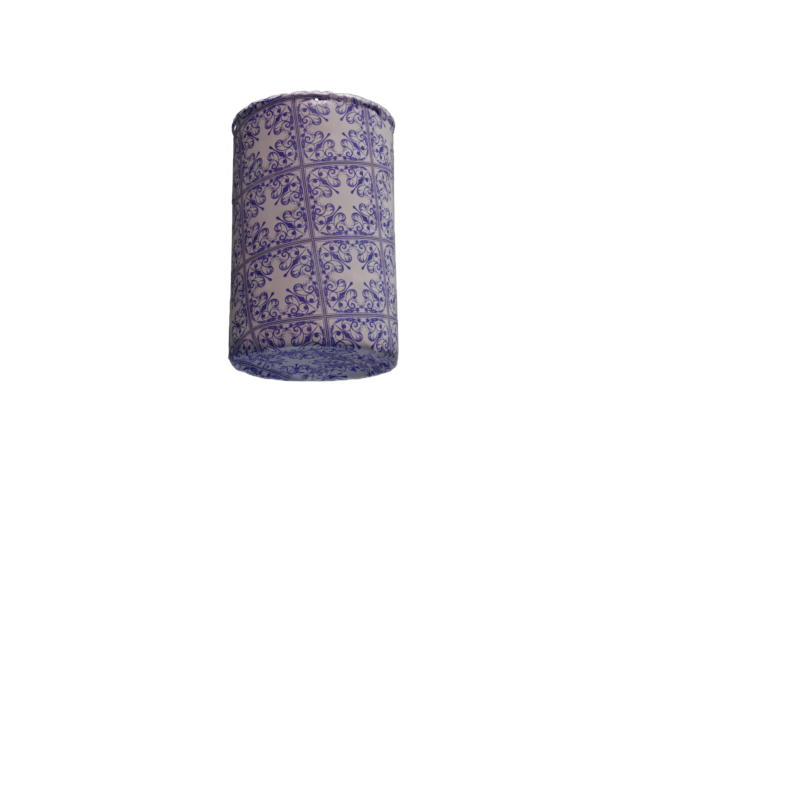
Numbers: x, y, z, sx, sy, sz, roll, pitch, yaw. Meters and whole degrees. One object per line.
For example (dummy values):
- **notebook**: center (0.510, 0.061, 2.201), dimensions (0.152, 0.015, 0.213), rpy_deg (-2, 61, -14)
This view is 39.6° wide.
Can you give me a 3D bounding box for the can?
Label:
- **can**: center (-0.035, -0.064, 0.446), dimensions (0.068, 0.106, 0.066), rpy_deg (0, -16, -2)
